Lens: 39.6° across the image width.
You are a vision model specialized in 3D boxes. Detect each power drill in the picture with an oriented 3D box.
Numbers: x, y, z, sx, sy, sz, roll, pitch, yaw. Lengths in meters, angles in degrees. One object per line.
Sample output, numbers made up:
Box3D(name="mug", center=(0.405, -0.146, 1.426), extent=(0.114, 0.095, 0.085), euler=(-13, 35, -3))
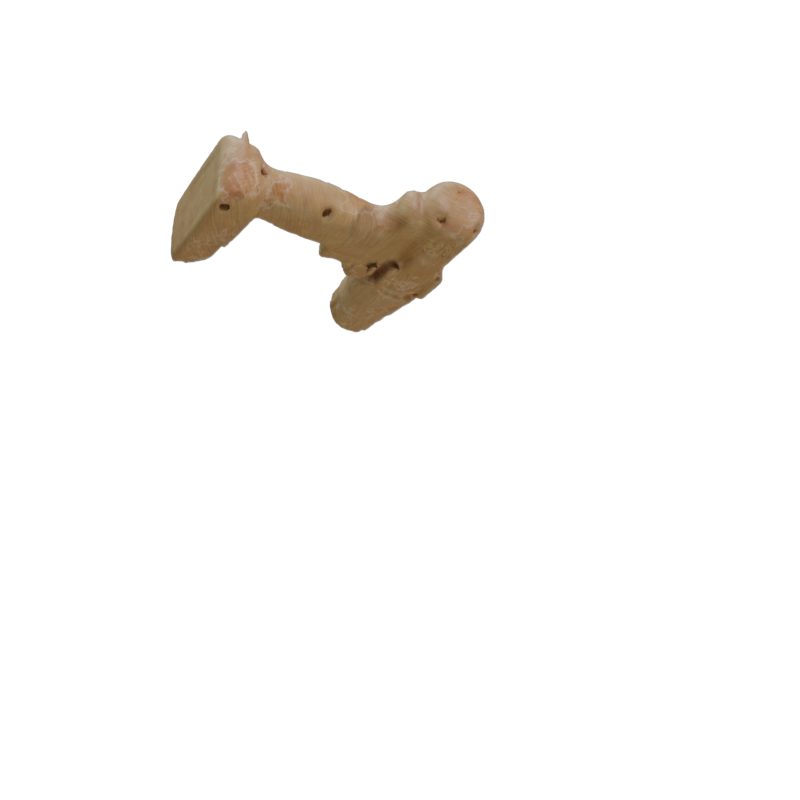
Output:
Box3D(name="power drill", center=(-0.061, -0.111, 0.778), extent=(0.181, 0.061, 0.180), euler=(12, -29, -23))
